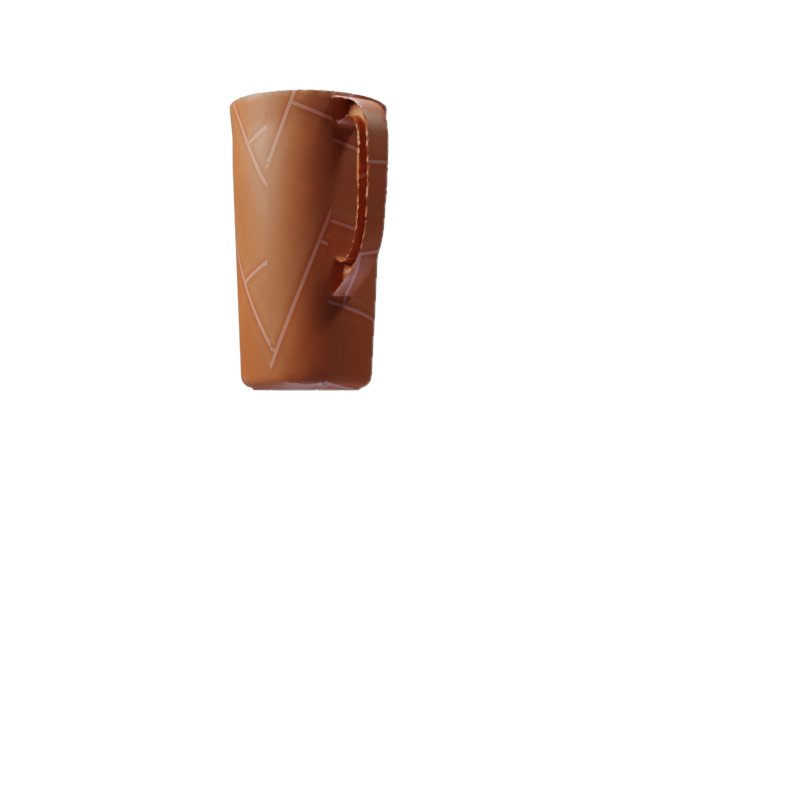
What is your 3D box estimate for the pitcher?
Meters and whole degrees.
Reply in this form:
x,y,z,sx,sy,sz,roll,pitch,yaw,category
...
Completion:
x,y,z,sx,sy,sz,roll,pitch,yaw,category
-0.072,-0.130,0.913,0.147,0.247,0.145,-1,-5,10,pitcher
